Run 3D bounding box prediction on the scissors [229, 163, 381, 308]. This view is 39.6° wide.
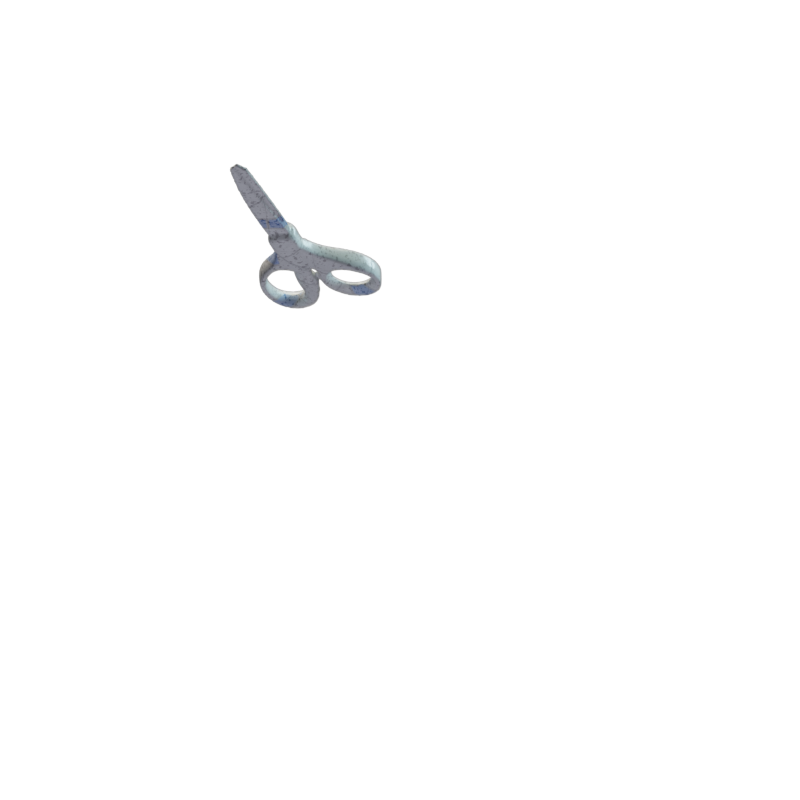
[{"bbox_3d":[-0.057,-0.105,0.732,0.096,0.017,0.192,1,-19,-3],"label":"scissors"}]
